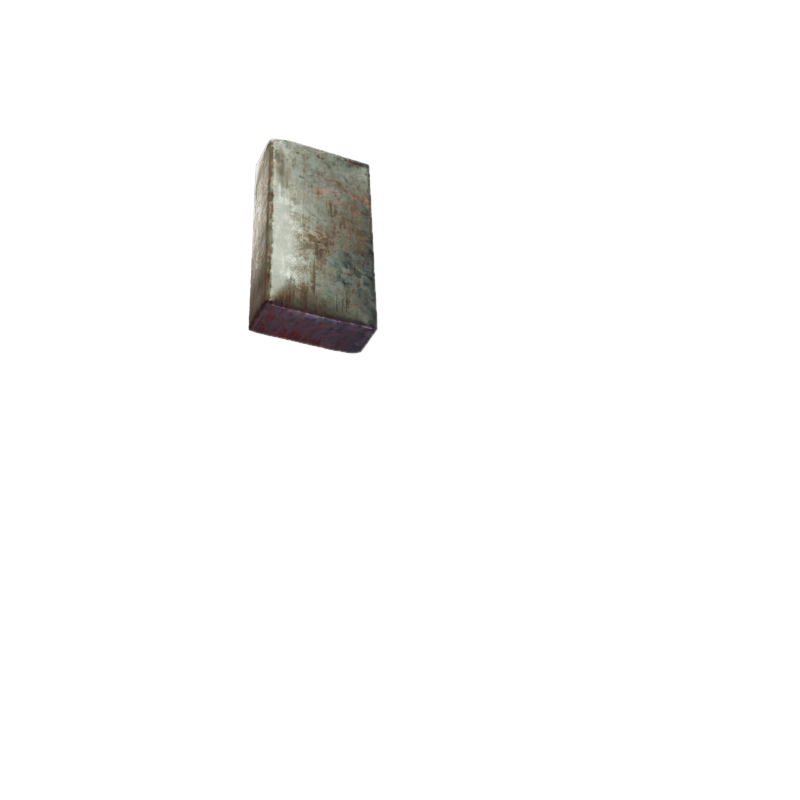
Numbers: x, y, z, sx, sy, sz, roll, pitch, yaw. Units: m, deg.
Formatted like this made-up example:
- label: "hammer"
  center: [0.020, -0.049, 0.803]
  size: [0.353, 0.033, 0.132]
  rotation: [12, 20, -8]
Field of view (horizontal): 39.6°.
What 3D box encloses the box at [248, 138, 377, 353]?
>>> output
- label: "box"
  center: [-0.069, -0.126, 0.883]
  size: [0.090, 0.189, 0.046]
  rotation: [12, -38, -20]
